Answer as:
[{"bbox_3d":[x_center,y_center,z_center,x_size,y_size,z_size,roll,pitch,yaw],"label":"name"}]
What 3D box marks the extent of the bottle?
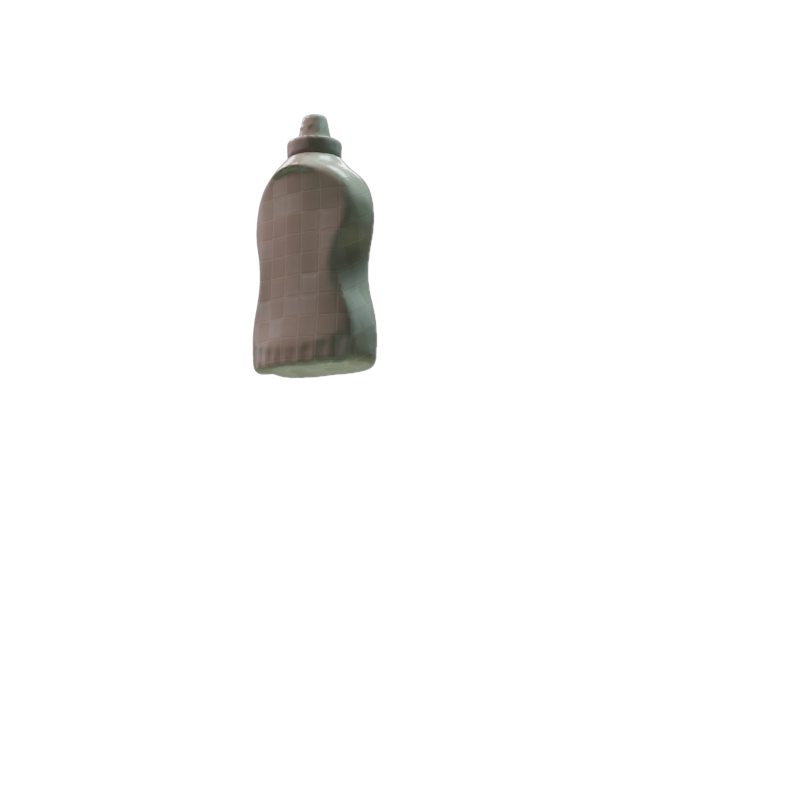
[{"bbox_3d":[-0.063,-0.115,0.808,0.098,0.198,0.055,-11,-16,40],"label":"bottle"}]
